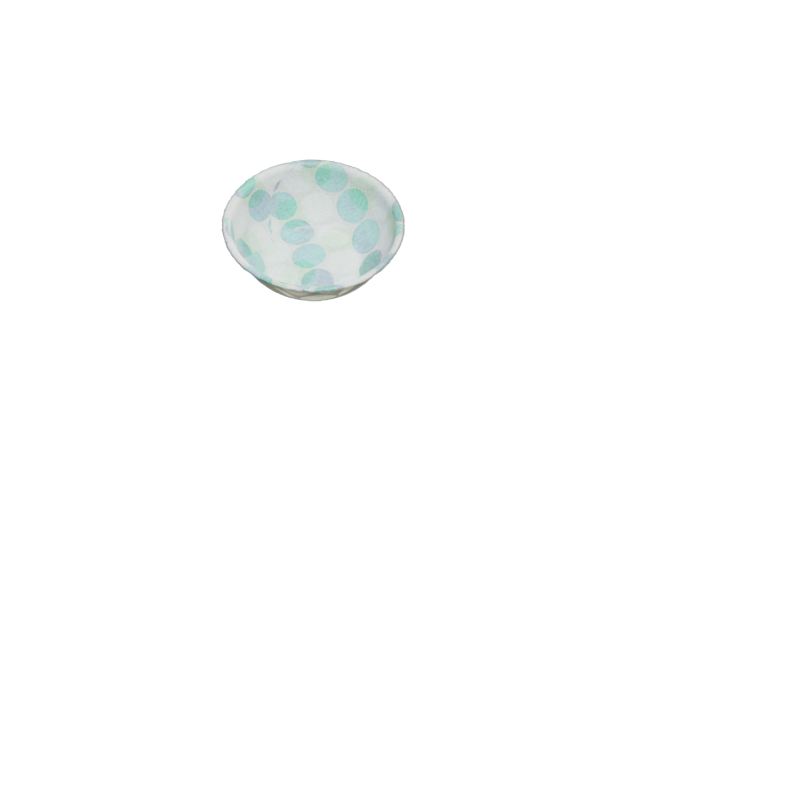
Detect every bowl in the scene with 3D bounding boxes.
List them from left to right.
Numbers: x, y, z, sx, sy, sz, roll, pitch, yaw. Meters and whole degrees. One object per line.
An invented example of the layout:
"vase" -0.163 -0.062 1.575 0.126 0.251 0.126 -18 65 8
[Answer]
"bowl" -0.078 -0.142 0.995 0.162 0.174 0.051 -1 -40 -1
